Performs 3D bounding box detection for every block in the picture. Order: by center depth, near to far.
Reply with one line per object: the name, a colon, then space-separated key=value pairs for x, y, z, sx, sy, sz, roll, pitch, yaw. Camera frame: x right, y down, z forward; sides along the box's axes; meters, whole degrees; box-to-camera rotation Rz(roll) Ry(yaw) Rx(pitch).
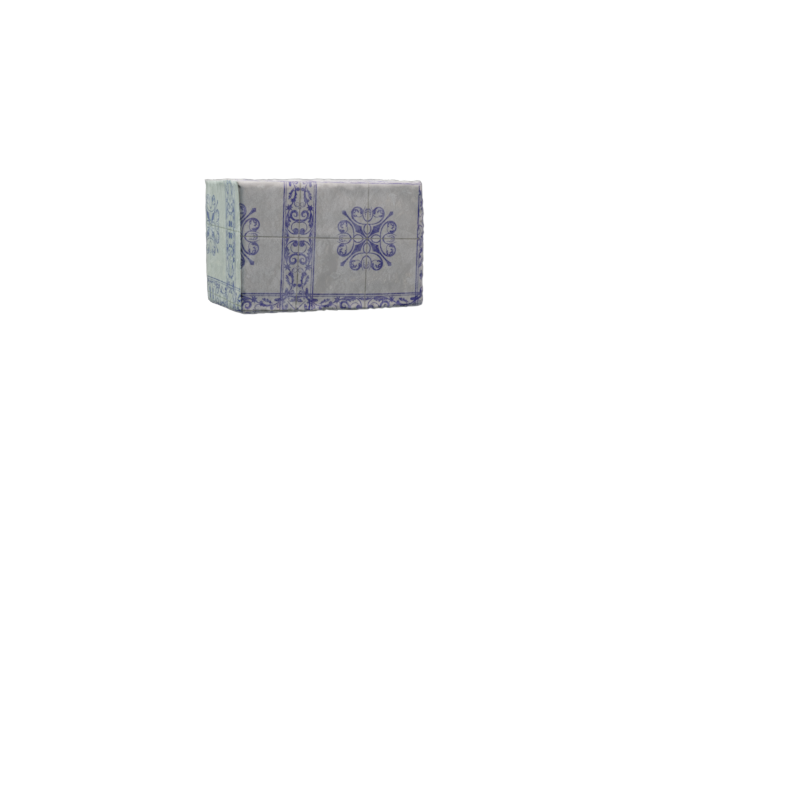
block: x=-0.035 y=-0.064 z=0.448 sx=0.076 sy=0.051 sz=0.055 roll=-3 pitch=8 yaw=-22
